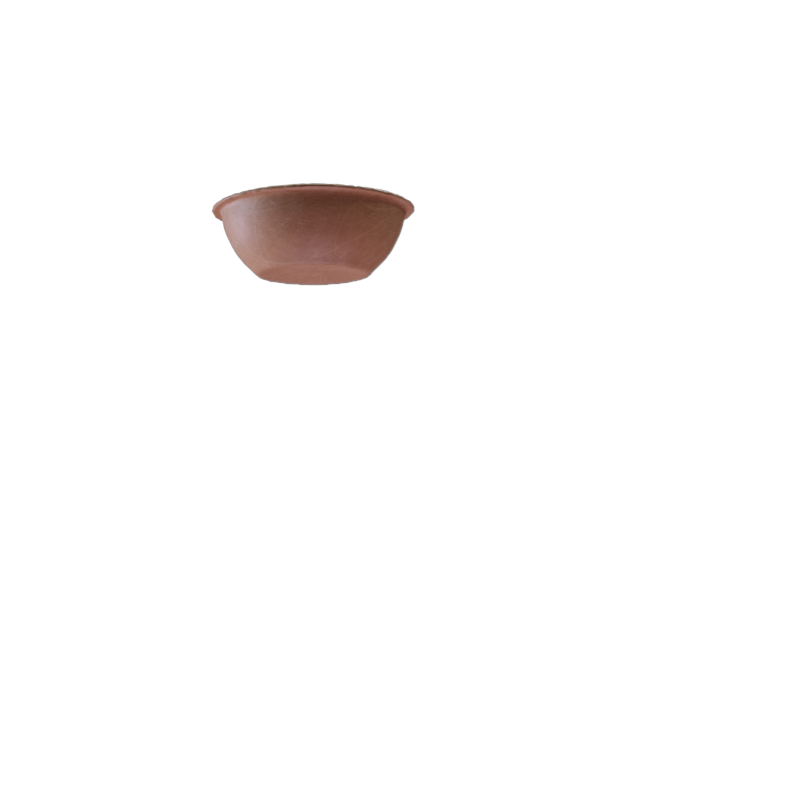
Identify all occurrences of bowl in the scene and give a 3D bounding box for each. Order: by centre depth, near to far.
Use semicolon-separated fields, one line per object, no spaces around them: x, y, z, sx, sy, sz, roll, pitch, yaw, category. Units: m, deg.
-0.069;-0.126;0.883;0.162;0.056;0.159;0;-5;-2;bowl
